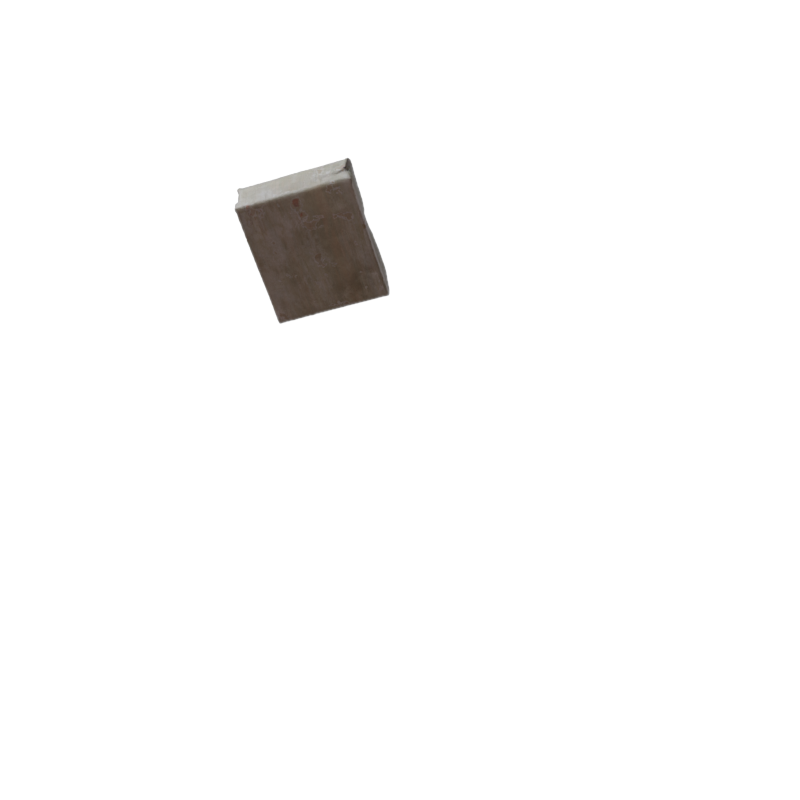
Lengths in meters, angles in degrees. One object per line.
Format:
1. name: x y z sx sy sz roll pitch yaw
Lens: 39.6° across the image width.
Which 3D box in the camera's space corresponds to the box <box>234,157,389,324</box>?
1. box: -0.054 -0.098 0.684 0.073 0.083 0.032 -15 29 8
